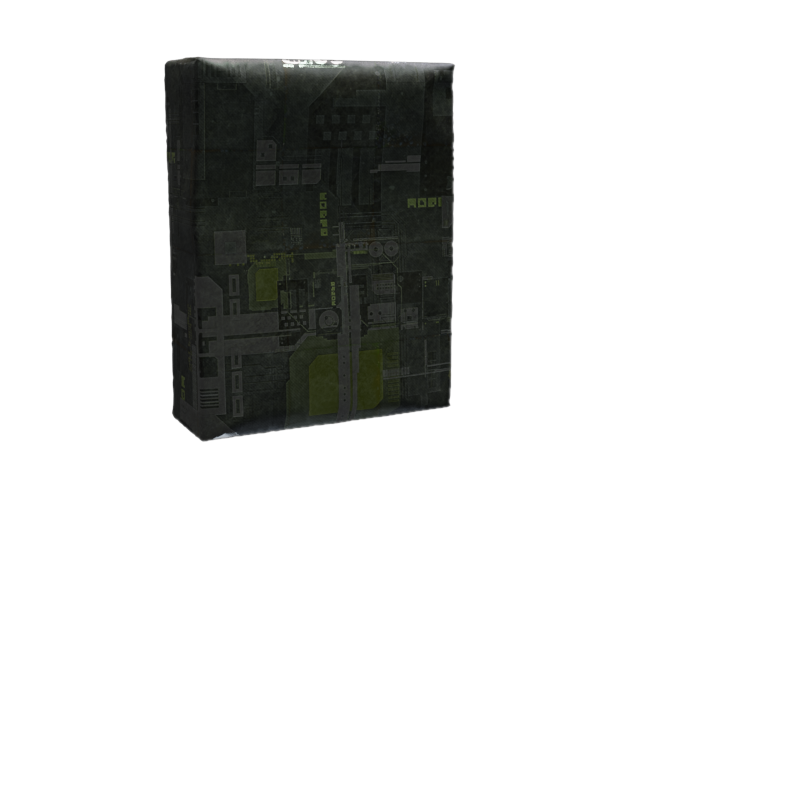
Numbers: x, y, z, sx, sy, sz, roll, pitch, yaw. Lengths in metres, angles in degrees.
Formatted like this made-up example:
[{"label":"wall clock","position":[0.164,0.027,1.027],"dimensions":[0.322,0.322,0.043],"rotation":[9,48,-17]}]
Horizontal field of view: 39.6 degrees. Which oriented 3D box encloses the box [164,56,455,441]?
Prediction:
[{"label":"box","position":[-0.052,-0.094,0.659],"dimensions":[0.160,0.210,0.075],"rotation":[-4,9,-24]}]
